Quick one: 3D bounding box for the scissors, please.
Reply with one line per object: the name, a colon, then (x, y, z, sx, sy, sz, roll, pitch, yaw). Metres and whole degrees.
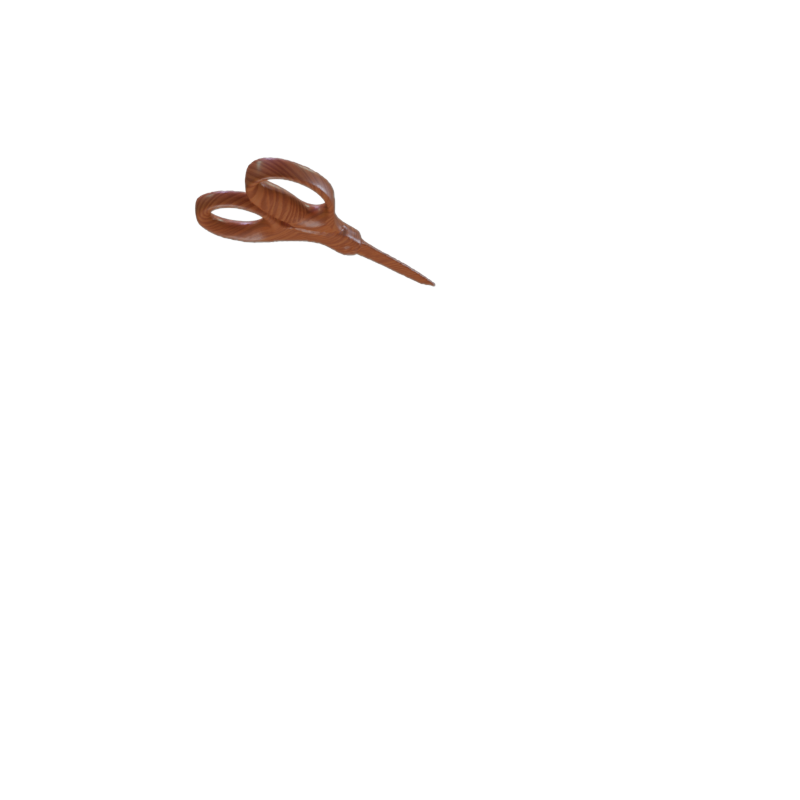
scissors: (-0.056, -0.102, 0.715, 0.098, 0.017, 0.188, -8, -20, 22)
